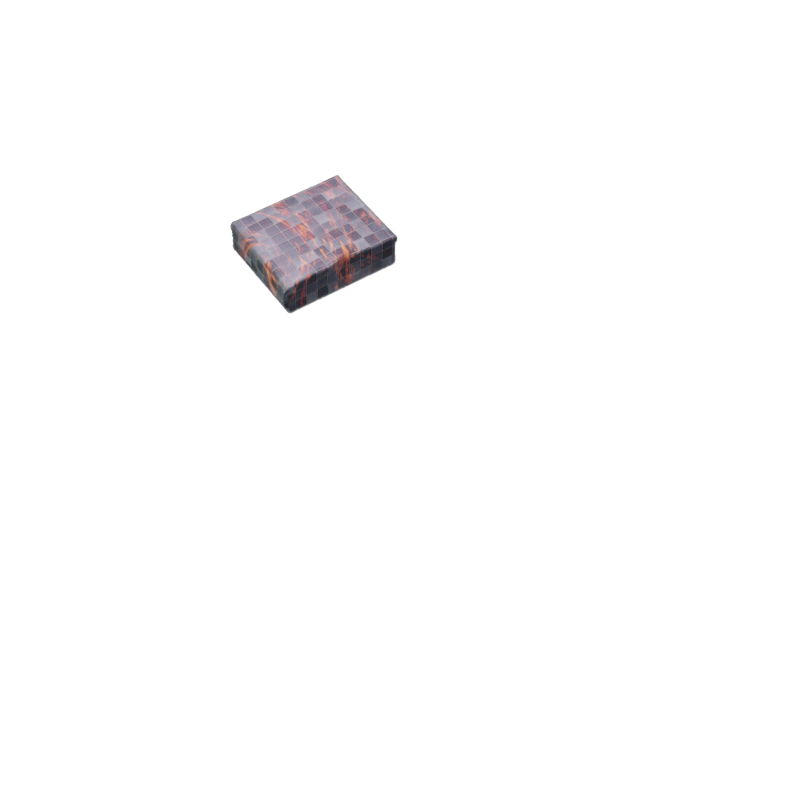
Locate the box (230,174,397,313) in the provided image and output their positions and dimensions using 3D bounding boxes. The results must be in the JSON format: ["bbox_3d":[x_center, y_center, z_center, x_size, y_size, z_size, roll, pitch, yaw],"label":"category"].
[{"bbox_3d":[-0.059,-0.107,0.747,0.089,0.028,0.079,-27,55,-22],"label":"box"}]
